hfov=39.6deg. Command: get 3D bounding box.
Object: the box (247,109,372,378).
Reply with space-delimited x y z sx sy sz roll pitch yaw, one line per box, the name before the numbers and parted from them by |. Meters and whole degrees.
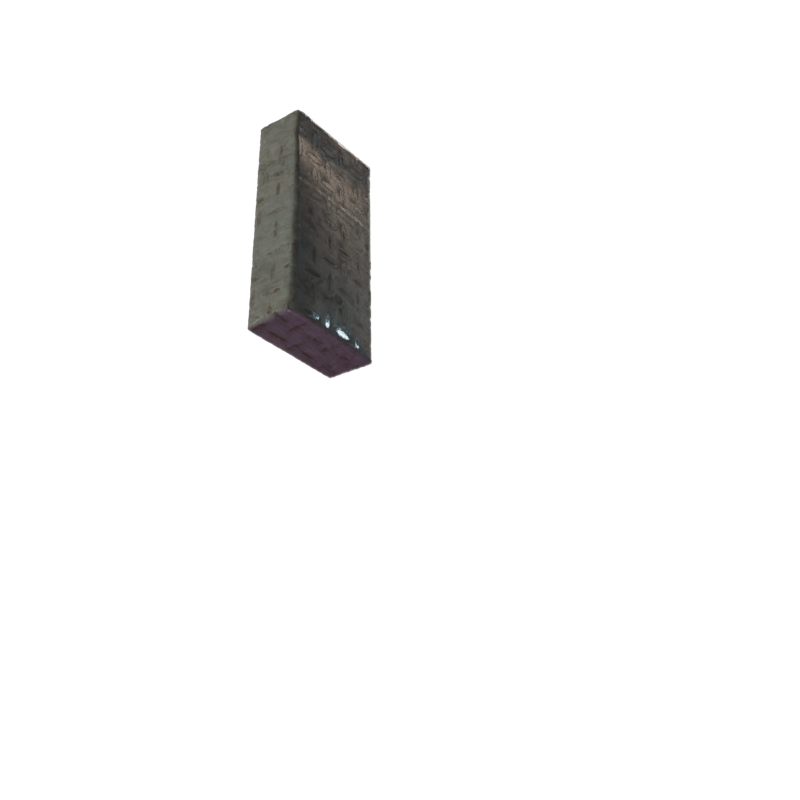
box | -0.064 -0.115 0.810 0.048 0.188 0.087 -25 -39 30
